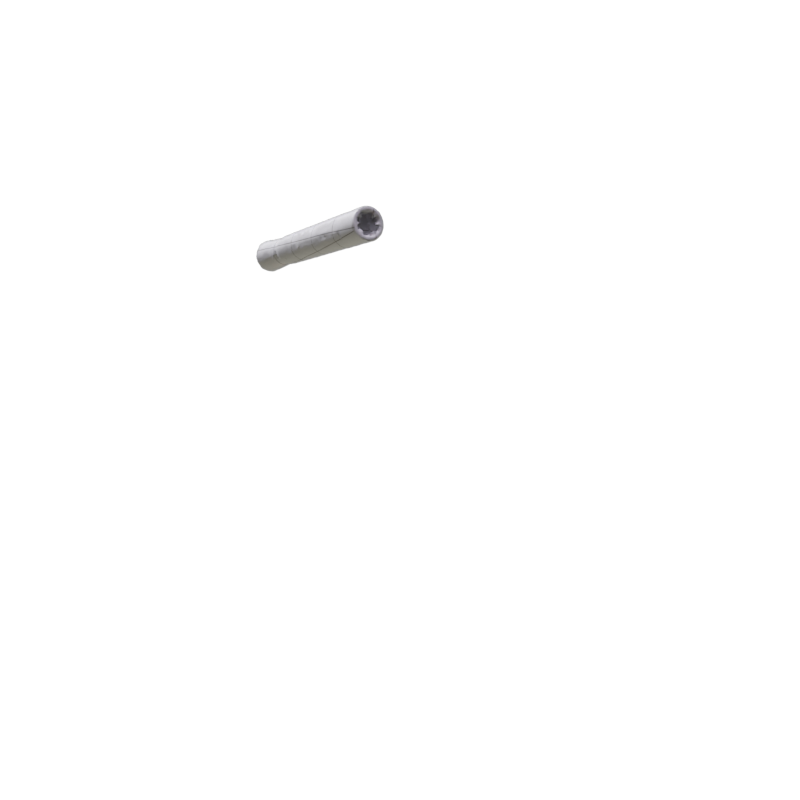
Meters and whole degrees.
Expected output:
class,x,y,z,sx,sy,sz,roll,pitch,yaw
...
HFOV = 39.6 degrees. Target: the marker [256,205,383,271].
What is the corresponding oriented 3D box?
class,x,y,z,sx,sy,sz,roll,pitch,yaw
marker,-0.048,-0.088,0.617,0.019,0.020,0.123,-2,-1,-32
